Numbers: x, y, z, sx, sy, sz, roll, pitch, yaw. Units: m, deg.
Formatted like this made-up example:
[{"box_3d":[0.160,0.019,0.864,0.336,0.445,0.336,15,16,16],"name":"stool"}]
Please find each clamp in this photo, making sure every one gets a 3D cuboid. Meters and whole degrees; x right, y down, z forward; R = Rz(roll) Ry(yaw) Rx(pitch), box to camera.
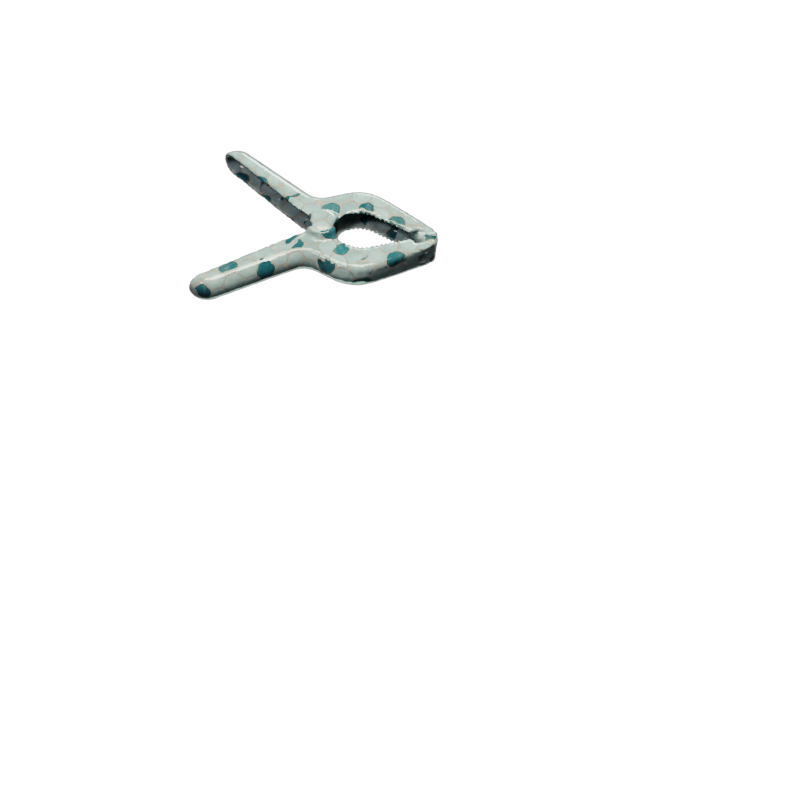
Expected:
[{"box_3d":[-0.076,-0.138,0.965,0.213,0.173,0.034,12,-35,8],"name":"clamp"}]
